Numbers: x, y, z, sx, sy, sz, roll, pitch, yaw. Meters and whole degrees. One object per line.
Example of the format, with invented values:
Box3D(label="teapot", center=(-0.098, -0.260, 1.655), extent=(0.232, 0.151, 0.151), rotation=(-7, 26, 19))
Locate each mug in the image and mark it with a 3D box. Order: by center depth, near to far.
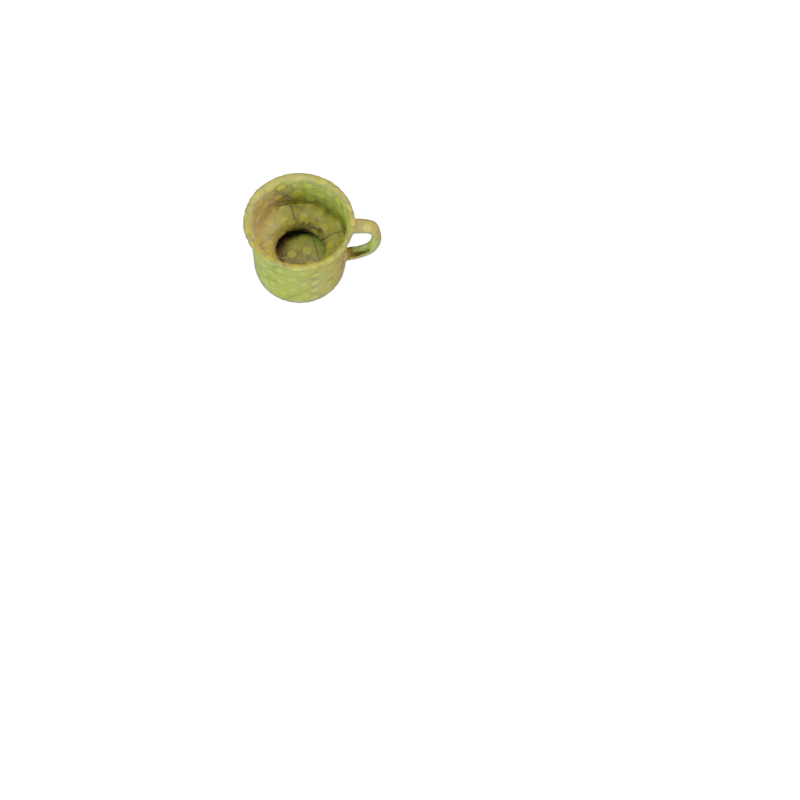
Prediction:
Box3D(label="mug", center=(-0.075, -0.137, 0.957), extent=(0.117, 0.099, 0.077), rotation=(-6, -24, -4))
